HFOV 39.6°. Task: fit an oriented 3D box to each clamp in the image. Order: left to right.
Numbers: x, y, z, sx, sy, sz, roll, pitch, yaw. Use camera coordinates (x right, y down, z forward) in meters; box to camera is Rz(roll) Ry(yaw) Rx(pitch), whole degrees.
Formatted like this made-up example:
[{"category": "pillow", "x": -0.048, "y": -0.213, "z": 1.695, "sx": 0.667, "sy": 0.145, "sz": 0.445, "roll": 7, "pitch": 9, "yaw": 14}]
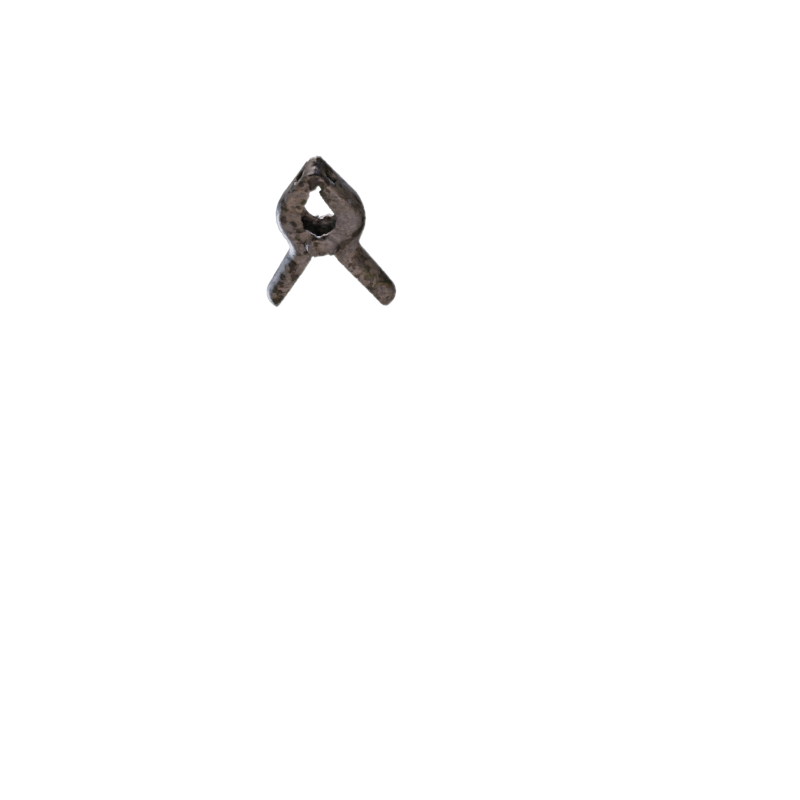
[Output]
[{"category": "clamp", "x": -0.078, "y": -0.142, "z": 0.996, "sx": 0.121, "sy": 0.158, "sz": 0.042, "roll": -10, "pitch": 42, "yaw": 9}]
